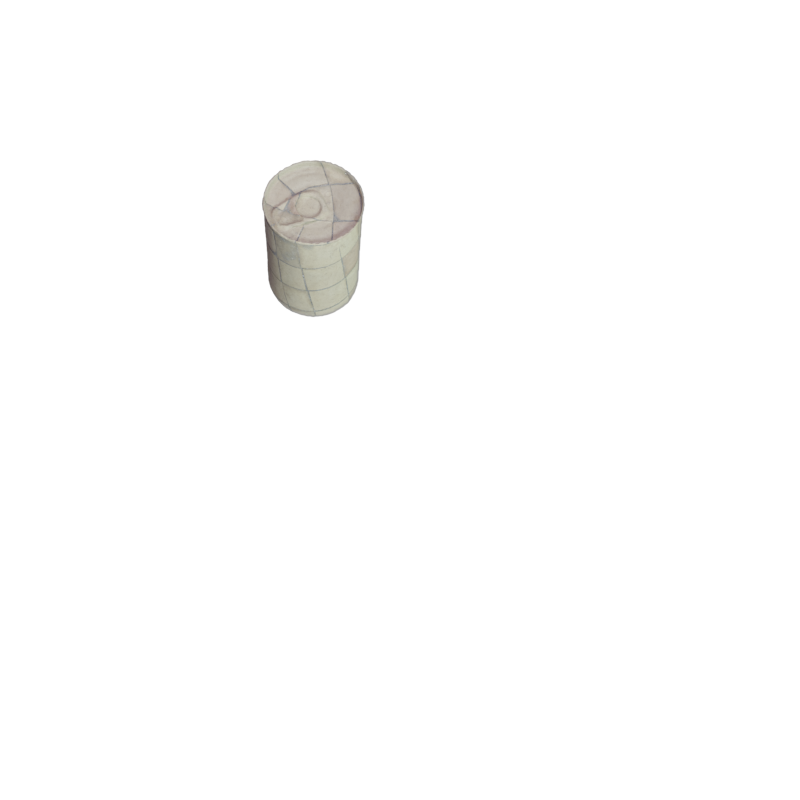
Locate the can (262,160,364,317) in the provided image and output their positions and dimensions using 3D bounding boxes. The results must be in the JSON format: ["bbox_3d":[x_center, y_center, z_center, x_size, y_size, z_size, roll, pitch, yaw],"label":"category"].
[{"bbox_3d":[-0.061,-0.111,0.776,0.068,0.073,0.096,0,-28,-3],"label":"can"}]
